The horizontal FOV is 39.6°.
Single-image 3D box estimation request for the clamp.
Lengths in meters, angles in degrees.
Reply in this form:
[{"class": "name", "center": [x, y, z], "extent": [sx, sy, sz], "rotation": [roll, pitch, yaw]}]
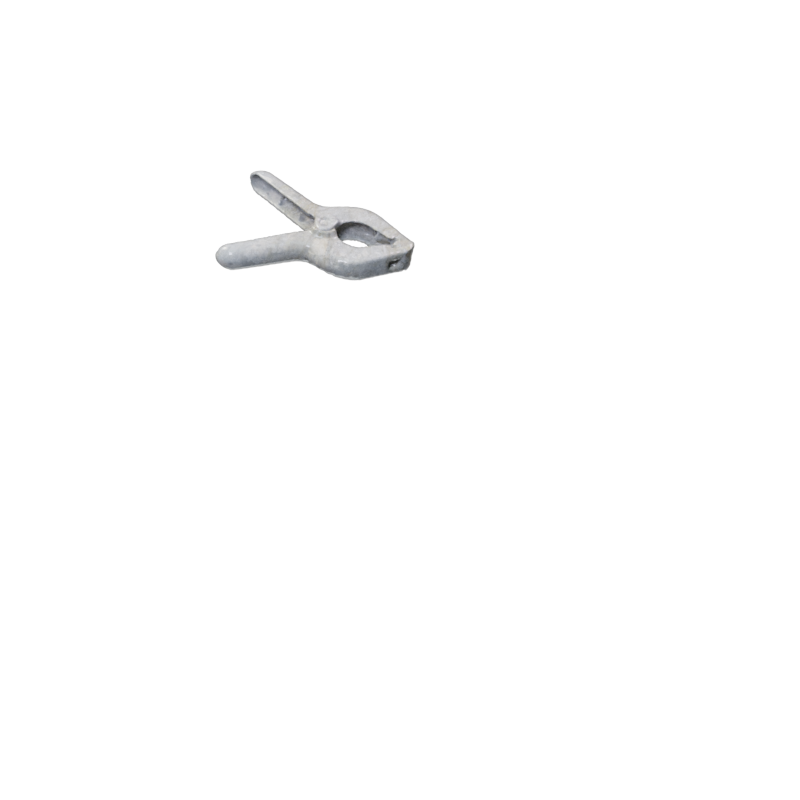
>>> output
[{"class": "clamp", "center": [-0.077, -0.141, 0.987], "extent": [0.176, 0.125, 0.037], "rotation": [18, -35, 13]}]
